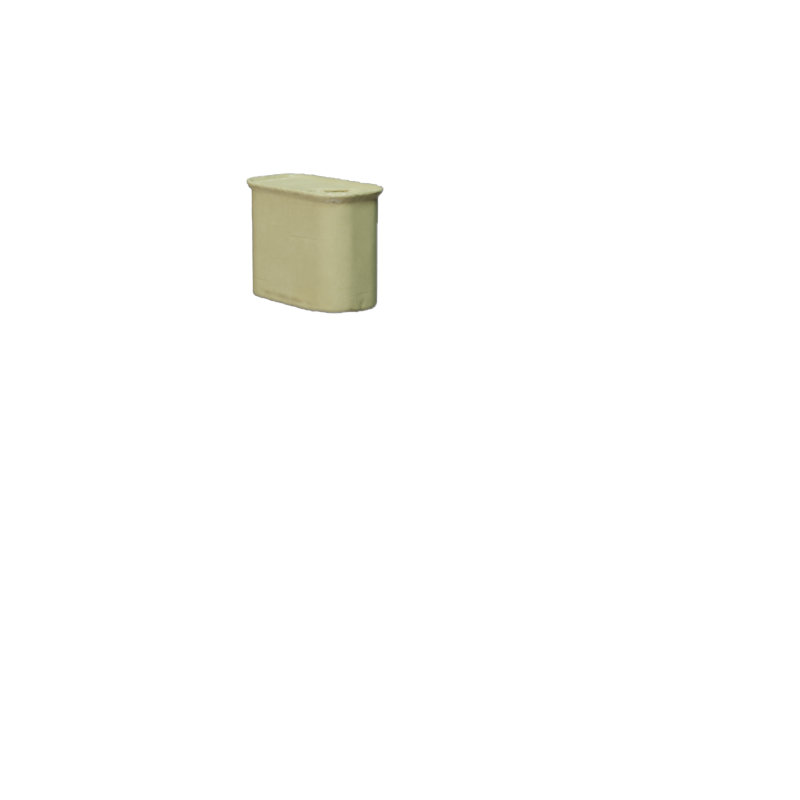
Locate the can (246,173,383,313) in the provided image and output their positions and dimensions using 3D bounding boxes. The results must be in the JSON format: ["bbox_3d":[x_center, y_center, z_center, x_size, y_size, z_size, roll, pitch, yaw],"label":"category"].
[{"bbox_3d":[-0.061,-0.111,0.775,0.056,0.081,0.108,-12,20,-42],"label":"can"}]
